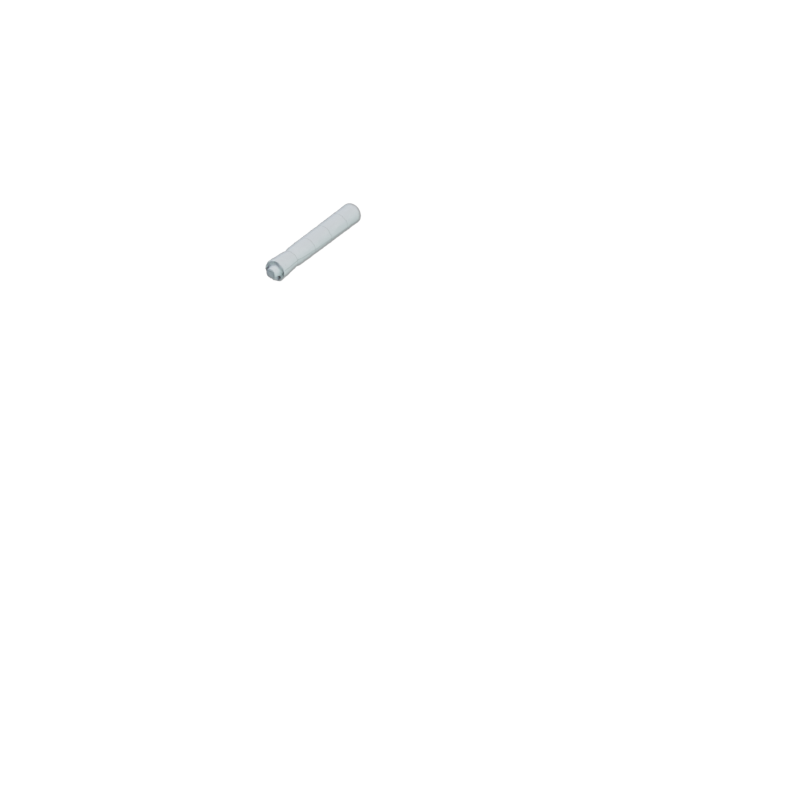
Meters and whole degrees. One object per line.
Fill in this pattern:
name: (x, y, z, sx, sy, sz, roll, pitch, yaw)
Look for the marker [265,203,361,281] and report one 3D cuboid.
marker: (-0.072, -0.131, 0.915, 0.020, 0.019, 0.123, 2, 32, 34)
